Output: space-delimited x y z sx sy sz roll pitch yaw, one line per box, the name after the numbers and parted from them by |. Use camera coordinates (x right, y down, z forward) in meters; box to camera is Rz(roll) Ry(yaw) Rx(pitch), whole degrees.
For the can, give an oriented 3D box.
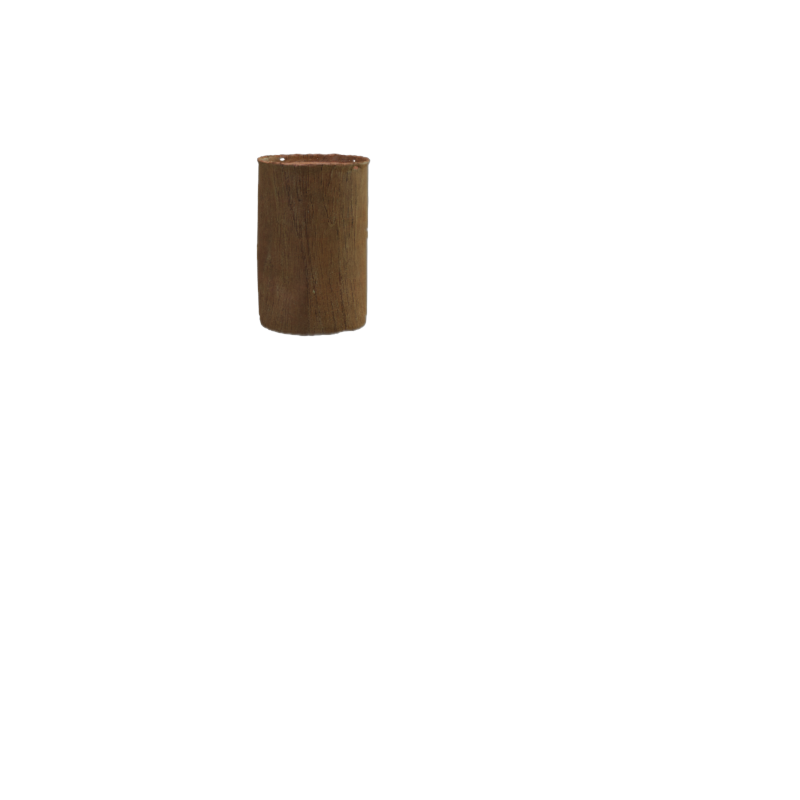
-0.053 -0.096 0.672 0.068 0.100 0.070 0 12 -2 | can
